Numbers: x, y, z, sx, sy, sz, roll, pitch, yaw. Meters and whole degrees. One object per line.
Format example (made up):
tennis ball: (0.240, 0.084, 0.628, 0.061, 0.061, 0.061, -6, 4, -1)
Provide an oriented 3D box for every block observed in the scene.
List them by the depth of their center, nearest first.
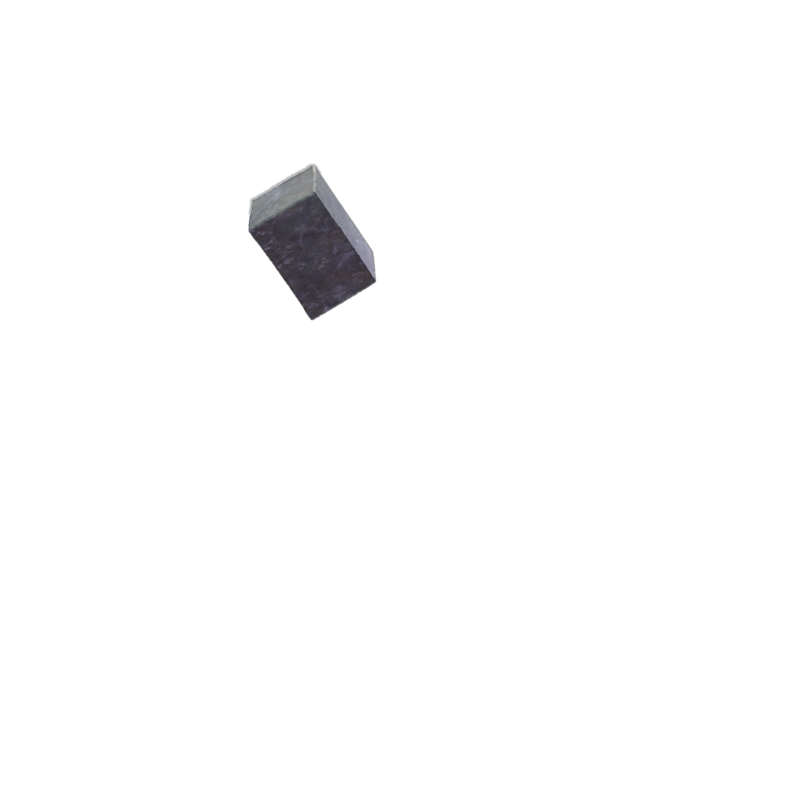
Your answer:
block: (-0.057, -0.105, 0.733, 0.053, 0.074, 0.054, -29, 23, 12)
